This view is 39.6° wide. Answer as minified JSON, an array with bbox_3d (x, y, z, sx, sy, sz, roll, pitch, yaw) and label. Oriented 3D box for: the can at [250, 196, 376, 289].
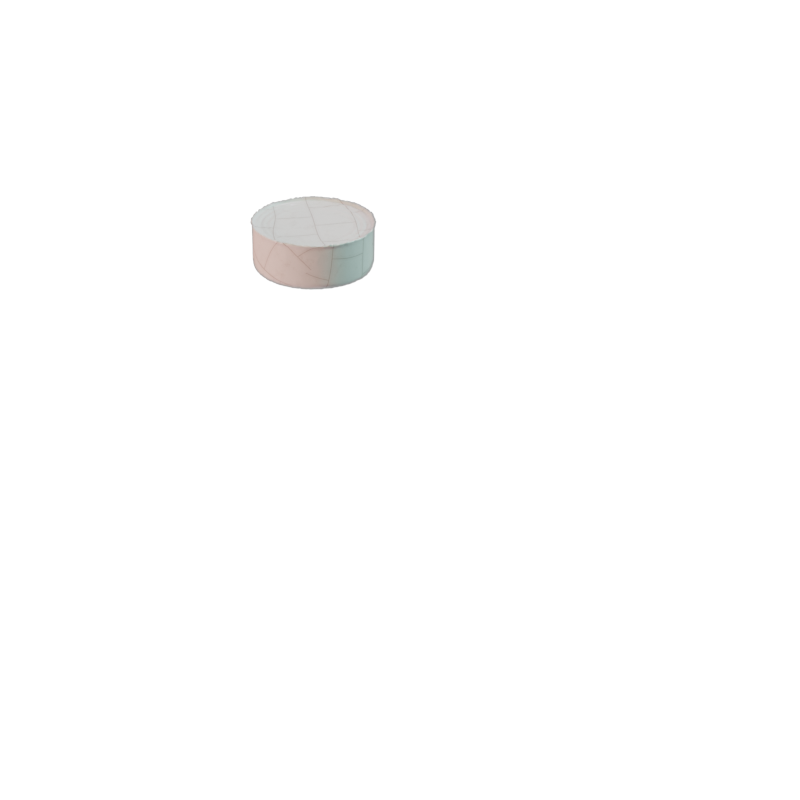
[{"bbox_3d":[-0.060,-0.109,0.765,0.086,0.032,0.091,-1,30,-2],"label":"can"}]
